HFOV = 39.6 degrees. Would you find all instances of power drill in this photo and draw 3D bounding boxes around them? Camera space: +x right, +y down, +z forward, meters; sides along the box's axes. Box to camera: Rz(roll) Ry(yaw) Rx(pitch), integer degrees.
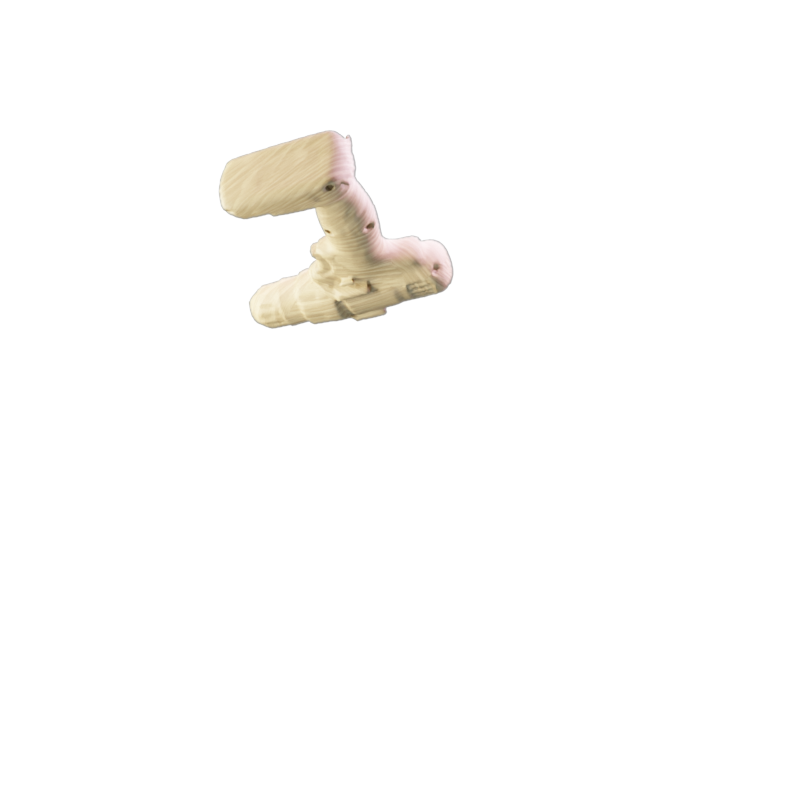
[{"bbox_3d":[-0.070,-0.128,0.898,0.187,0.061,0.173,-13,-34,20],"label":"power drill"}]
